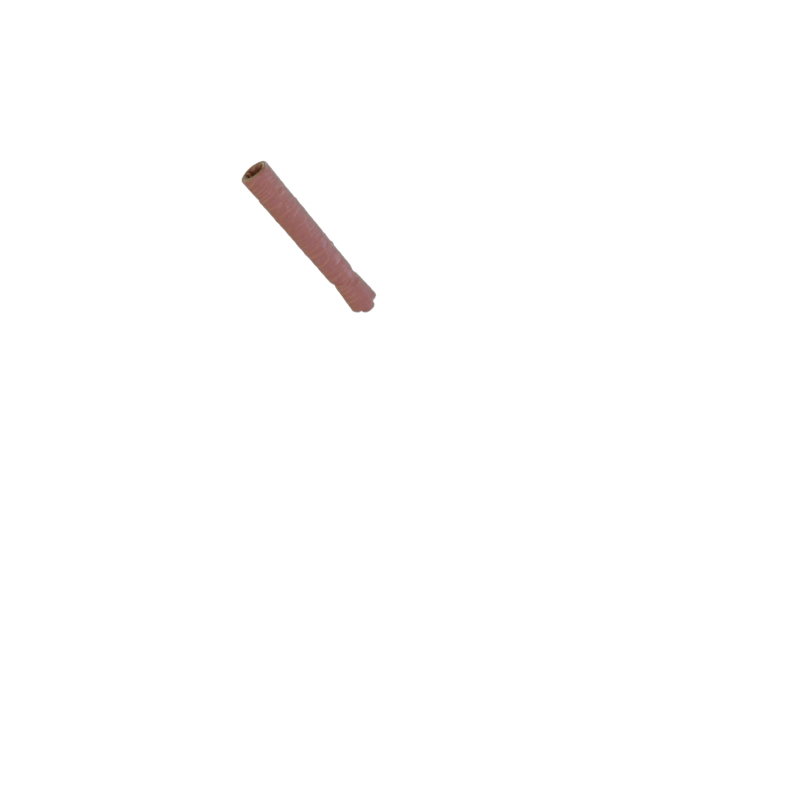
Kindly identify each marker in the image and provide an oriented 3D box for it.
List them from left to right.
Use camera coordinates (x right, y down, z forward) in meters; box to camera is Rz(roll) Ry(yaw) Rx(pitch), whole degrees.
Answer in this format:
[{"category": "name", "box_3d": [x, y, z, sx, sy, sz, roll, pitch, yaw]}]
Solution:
[{"category": "marker", "box_3d": [-0.053, -0.097, 0.681, 0.114, 0.020, 0.020, 49, -25, -26]}]
